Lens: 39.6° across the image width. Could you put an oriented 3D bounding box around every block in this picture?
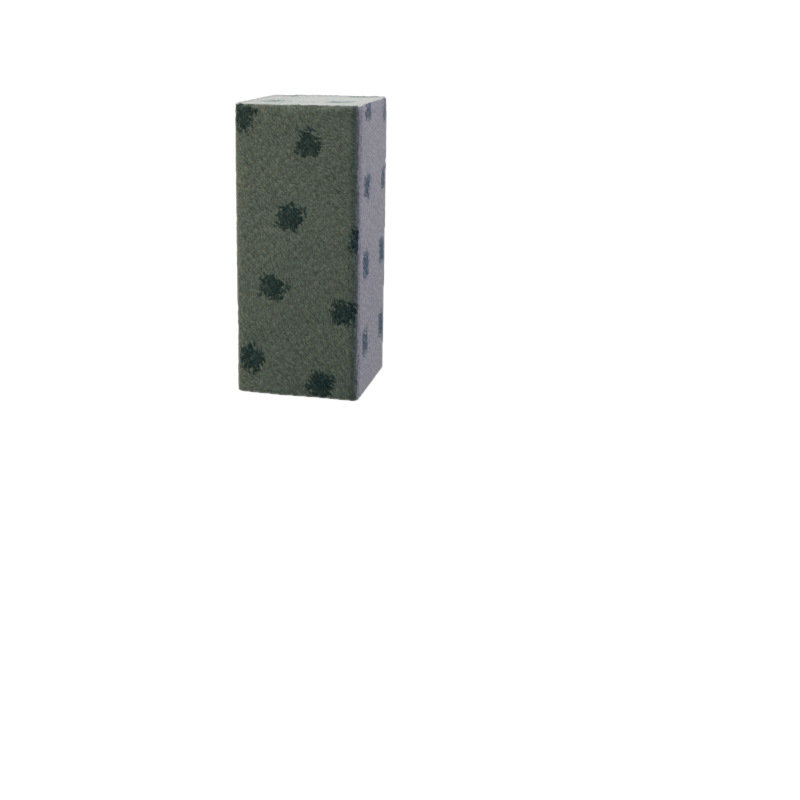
[{"bbox_3d":[-0.062,-0.115,0.803,0.092,0.200,0.091,4,13,13],"label":"block"}]
